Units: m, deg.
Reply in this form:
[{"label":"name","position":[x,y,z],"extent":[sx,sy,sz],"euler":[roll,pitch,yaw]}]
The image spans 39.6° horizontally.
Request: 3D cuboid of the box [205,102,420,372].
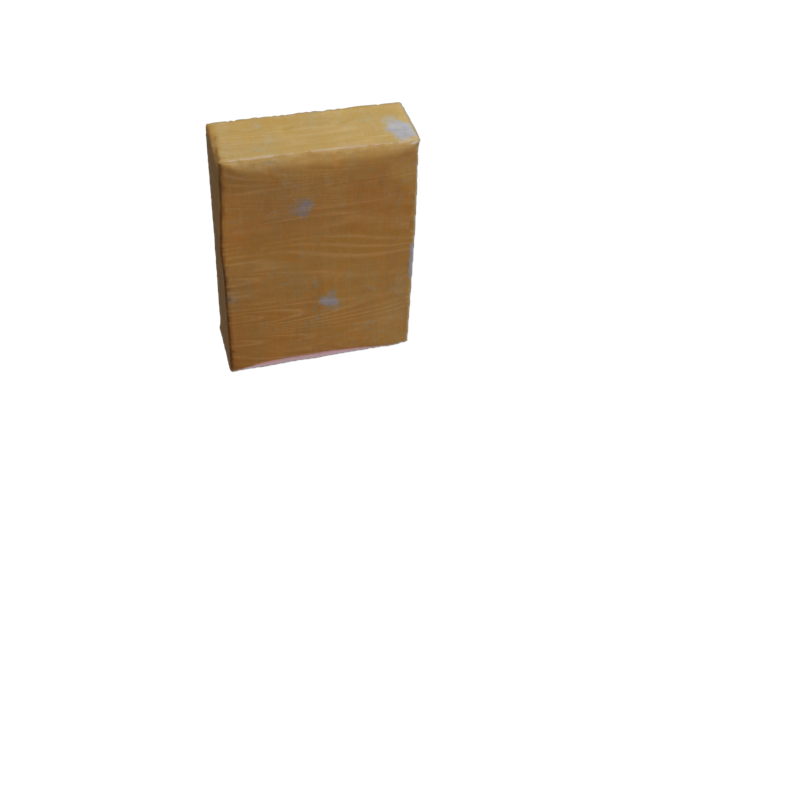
[{"label":"box","position":[-0.073,-0.133,0.929],"extent":[0.162,0.199,0.078],"euler":[-8,41,-12]}]
